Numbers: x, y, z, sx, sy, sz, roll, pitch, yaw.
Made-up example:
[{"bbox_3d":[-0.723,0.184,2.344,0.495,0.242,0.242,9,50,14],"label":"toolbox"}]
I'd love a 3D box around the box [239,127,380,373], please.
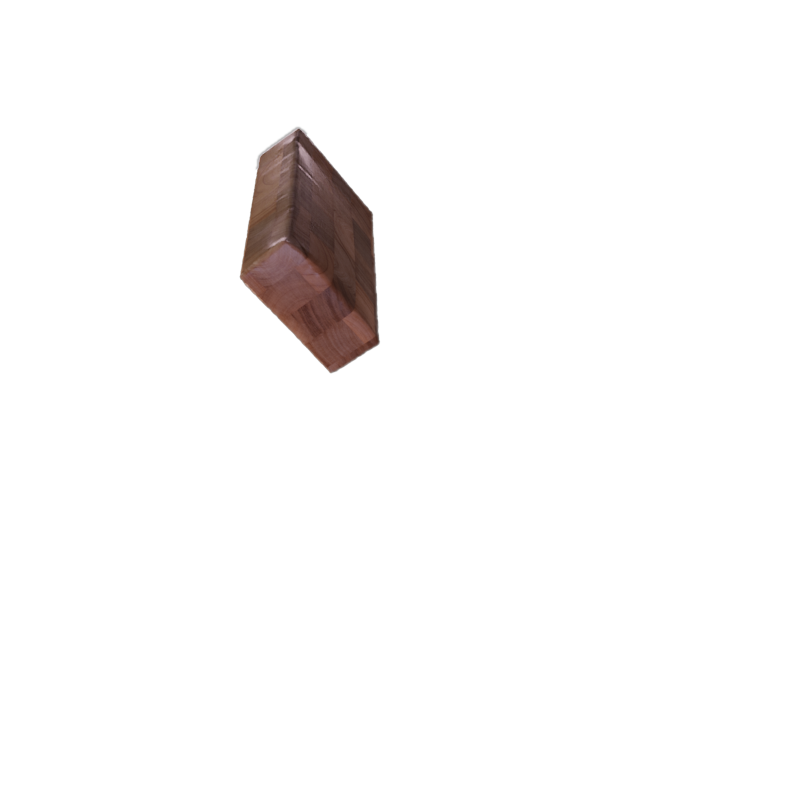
[{"bbox_3d":[-0.059,-0.106,0.746,0.048,0.088,0.188,-35,28,17],"label":"box"}]
